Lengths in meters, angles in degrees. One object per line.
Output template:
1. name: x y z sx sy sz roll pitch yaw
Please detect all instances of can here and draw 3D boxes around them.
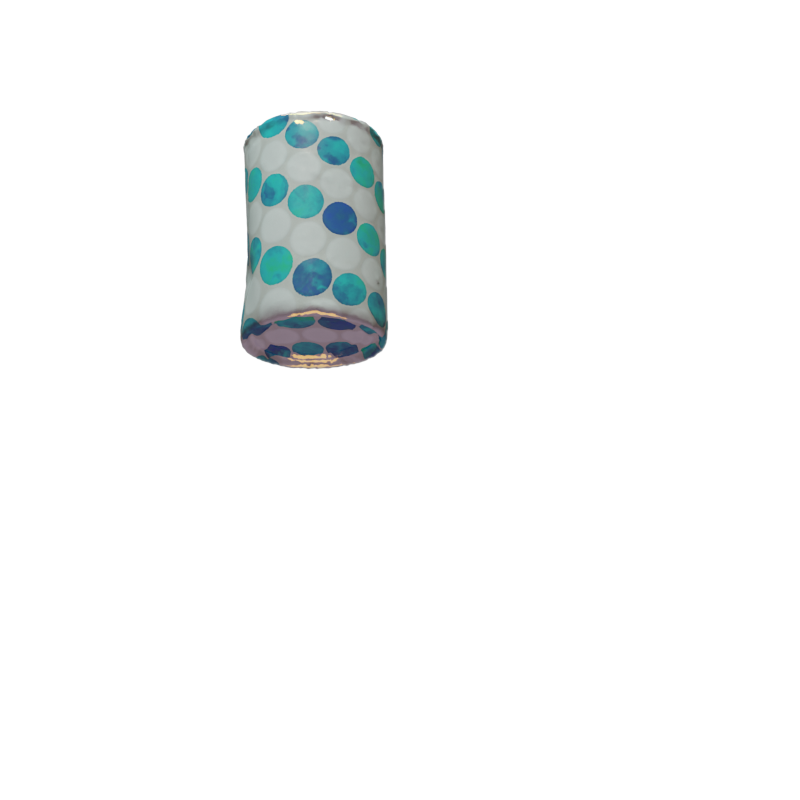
1. can: -0.040 -0.074 0.515 0.068 0.108 0.065 0 -24 -2
